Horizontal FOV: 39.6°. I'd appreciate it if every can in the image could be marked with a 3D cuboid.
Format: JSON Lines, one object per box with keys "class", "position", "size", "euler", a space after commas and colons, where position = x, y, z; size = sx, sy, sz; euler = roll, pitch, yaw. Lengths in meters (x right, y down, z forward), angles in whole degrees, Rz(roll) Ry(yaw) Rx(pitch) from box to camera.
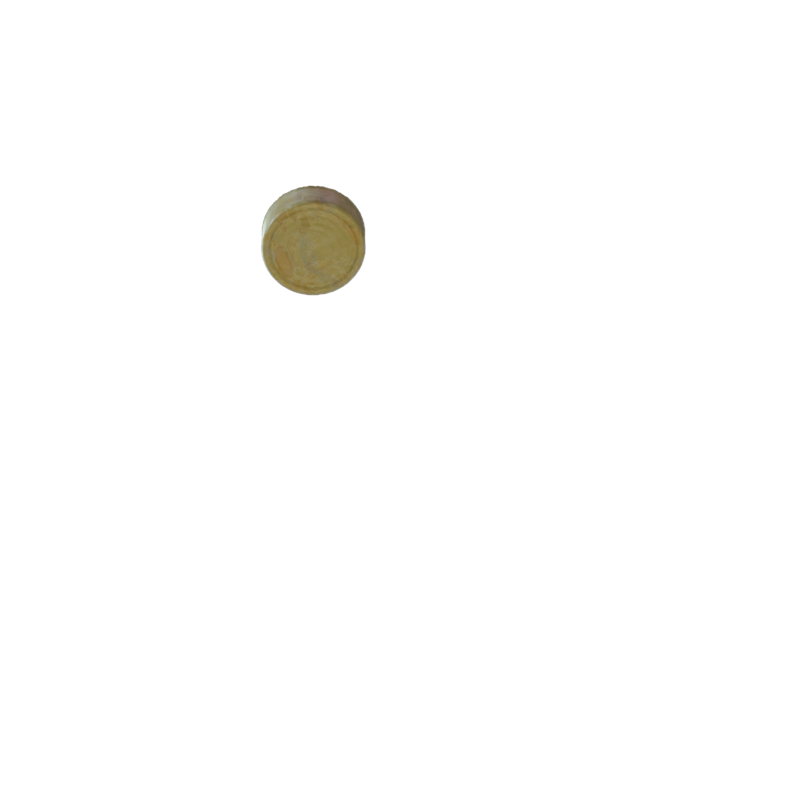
{"class": "can", "position": [-0.071, -0.129, 0.902], "size": [0.086, 0.081, 0.036], "euler": [1, 28, -1]}
